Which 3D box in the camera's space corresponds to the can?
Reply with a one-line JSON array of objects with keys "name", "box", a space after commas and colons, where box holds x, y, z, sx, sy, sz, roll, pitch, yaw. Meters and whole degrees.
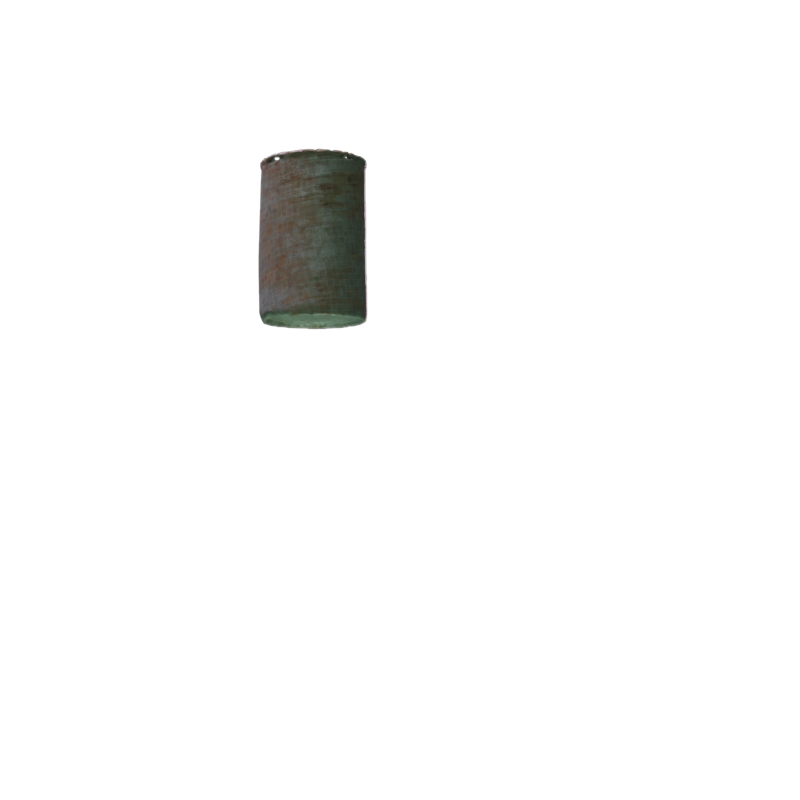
[{"name": "can", "box": [-0.054, -0.099, 0.695, 0.068, 0.105, 0.067, 0, -9, -2]}]
